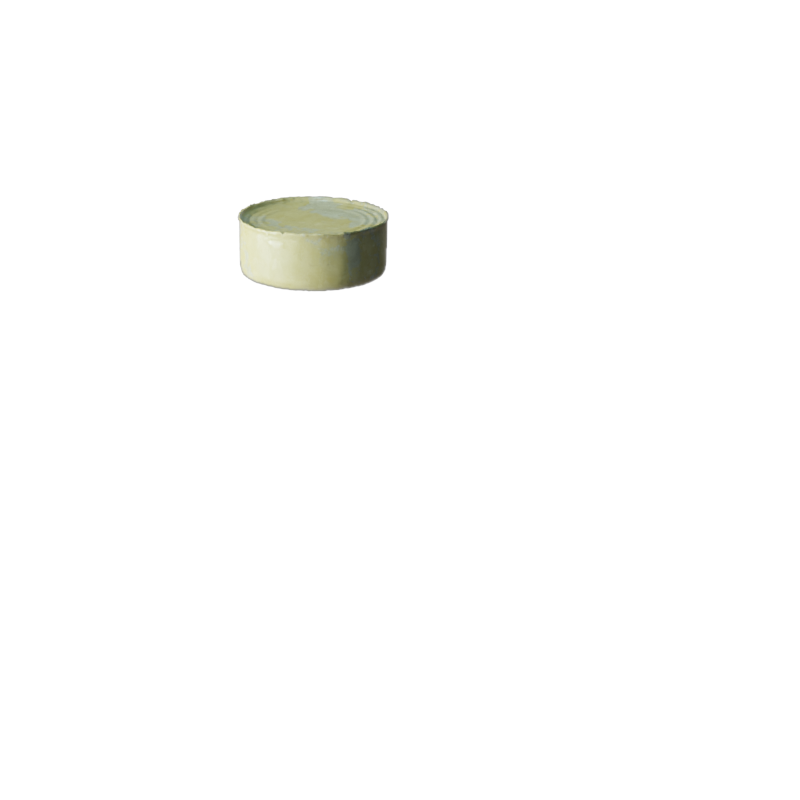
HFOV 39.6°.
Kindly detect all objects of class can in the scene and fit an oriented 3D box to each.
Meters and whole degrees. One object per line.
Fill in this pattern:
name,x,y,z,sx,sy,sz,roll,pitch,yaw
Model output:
can,-0.050,-0.090,0.634,0.086,0.032,0.090,-1,22,-2
